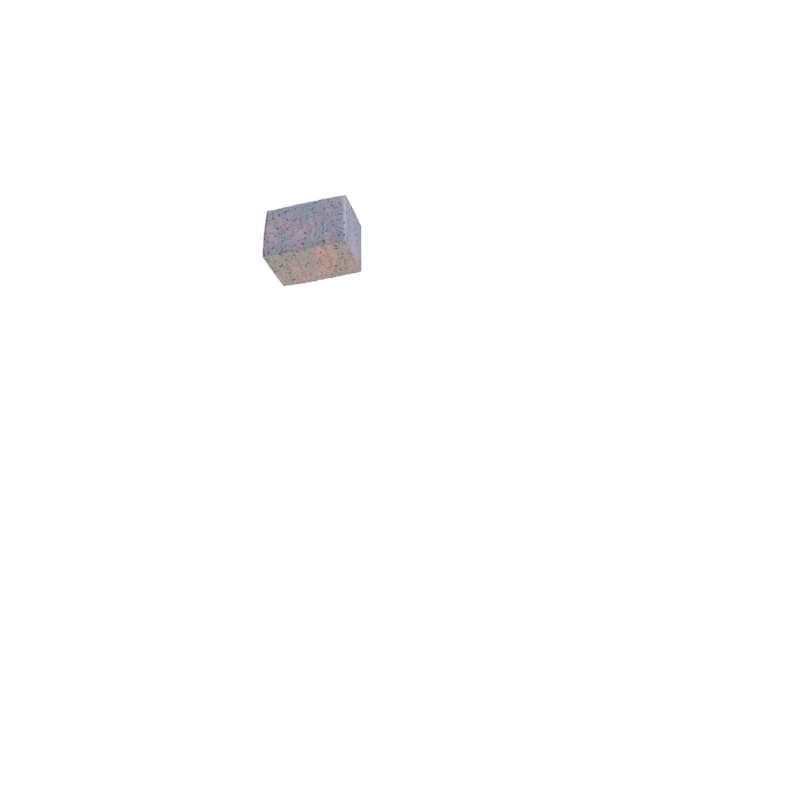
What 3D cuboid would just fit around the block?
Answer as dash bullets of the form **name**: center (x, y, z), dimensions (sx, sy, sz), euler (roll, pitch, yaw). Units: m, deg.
- **block**: center (-0.078, -0.142, 0.995), dimensions (0.079, 0.055, 0.049), euler (-9, -33, 14)
